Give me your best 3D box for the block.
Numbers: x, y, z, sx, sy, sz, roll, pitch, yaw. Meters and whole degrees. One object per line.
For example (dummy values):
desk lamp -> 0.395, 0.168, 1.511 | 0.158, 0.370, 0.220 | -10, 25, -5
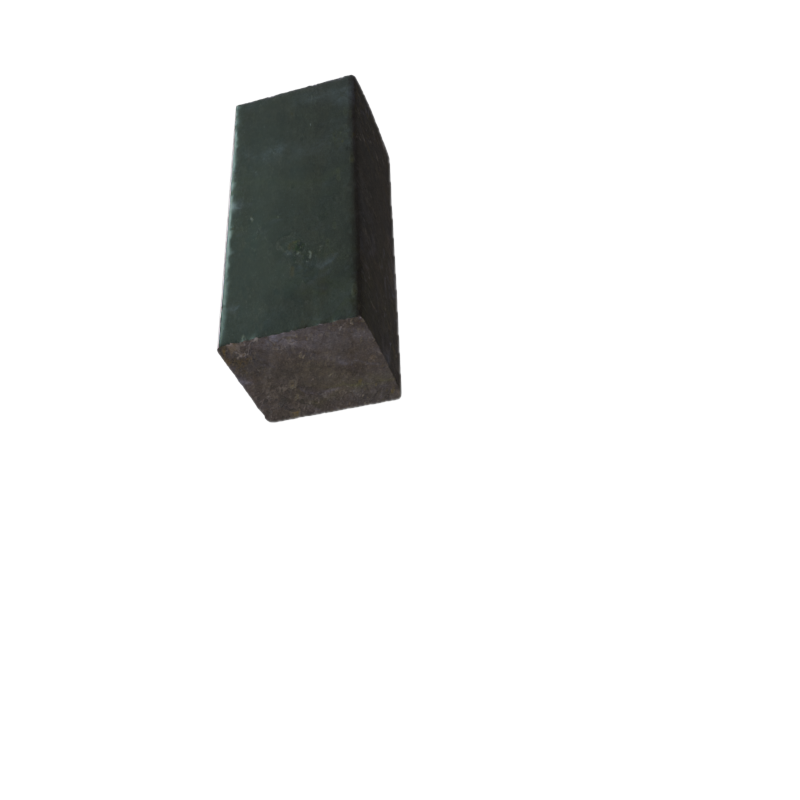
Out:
block -> -0.056, -0.103, 0.722 | 0.091, 0.221, 0.083 | -13, -39, 12
